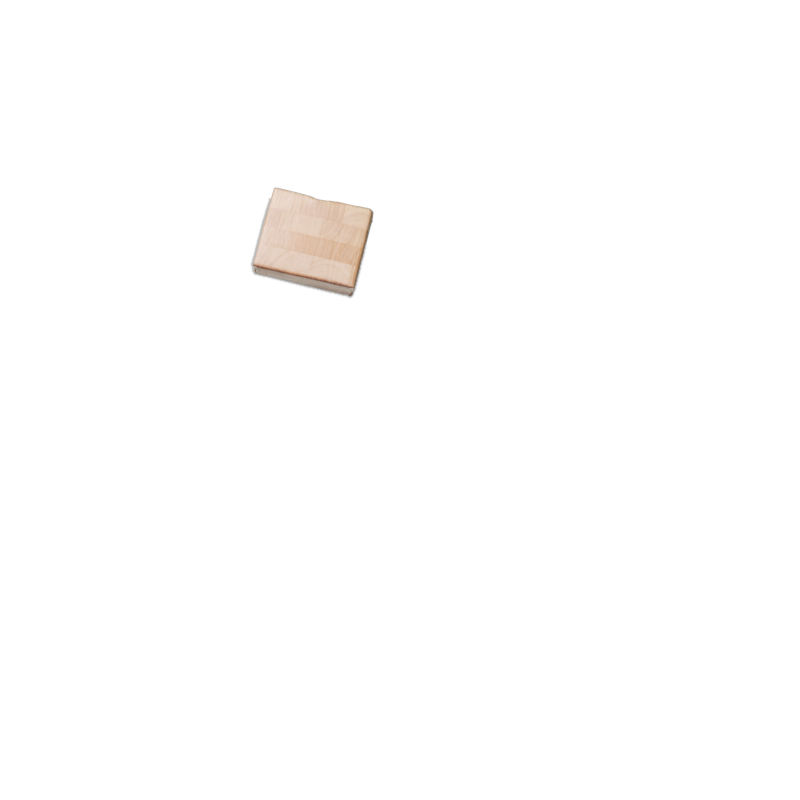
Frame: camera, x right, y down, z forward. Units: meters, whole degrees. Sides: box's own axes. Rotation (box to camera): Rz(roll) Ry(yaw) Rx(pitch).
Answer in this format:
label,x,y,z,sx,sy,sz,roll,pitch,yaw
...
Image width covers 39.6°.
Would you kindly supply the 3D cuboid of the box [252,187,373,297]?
label,x,y,z,sx,sy,sz,roll,pitch,yaw
box,-0.074,-0.135,0.943,0.090,0.076,0.029,13,-17,4
